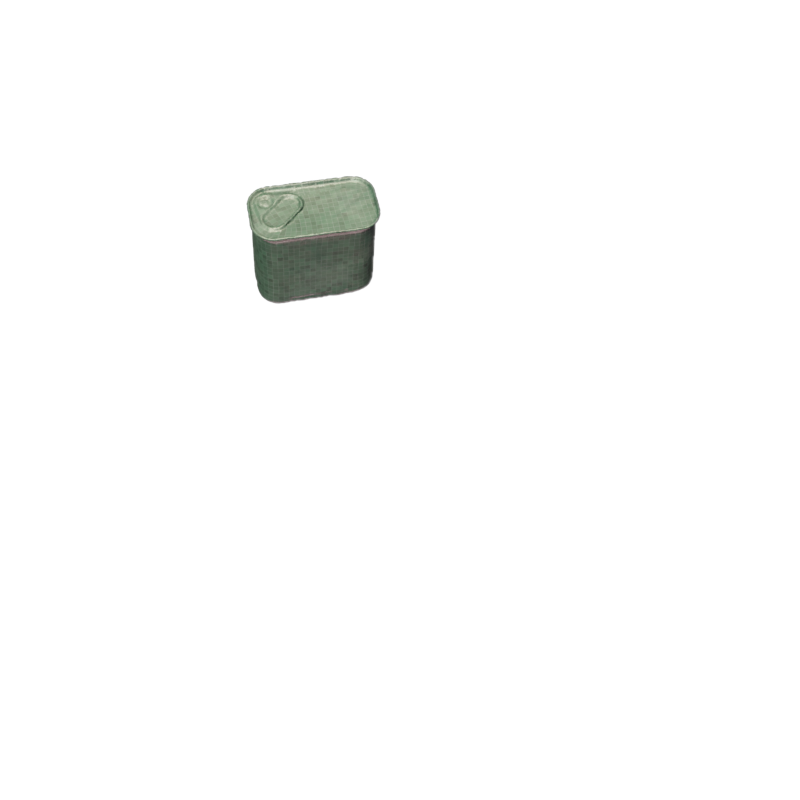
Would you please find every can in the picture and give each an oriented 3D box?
[{"bbox_3d":[-0.070,-0.127,0.891,0.101,0.062,0.078,-8,-36,-8],"label":"can"}]
